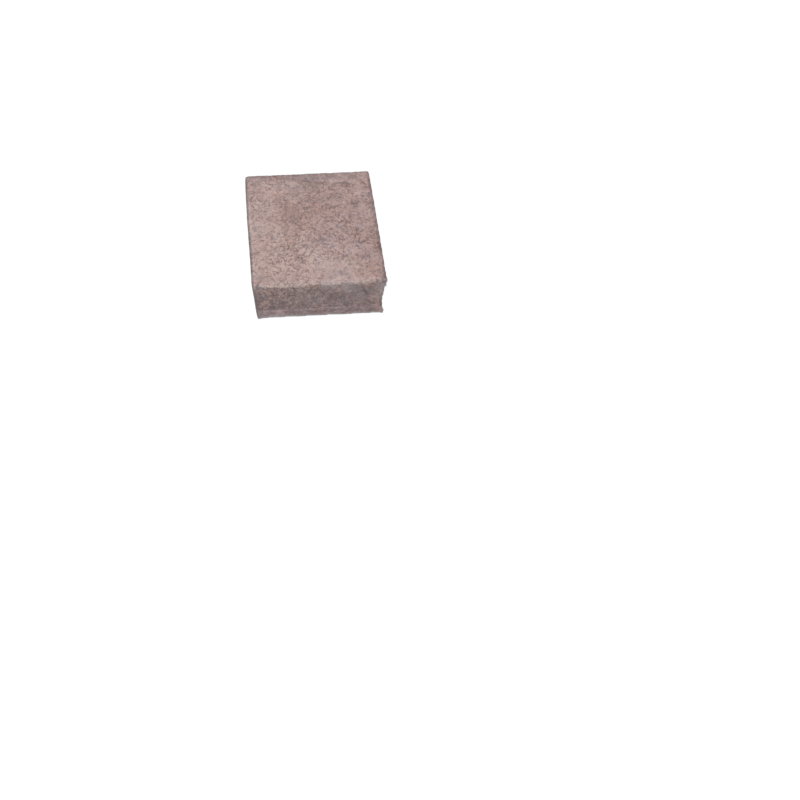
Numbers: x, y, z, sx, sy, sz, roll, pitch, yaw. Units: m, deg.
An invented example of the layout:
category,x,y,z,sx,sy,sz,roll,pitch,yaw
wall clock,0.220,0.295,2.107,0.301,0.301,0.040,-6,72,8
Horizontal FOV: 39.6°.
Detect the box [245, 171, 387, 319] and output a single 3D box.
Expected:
category,x,y,z,sx,sy,sz,roll,pitch,yaw
box,-0.060,-0.110,0.770,0.089,0.122,0.036,-5,-40,-5
